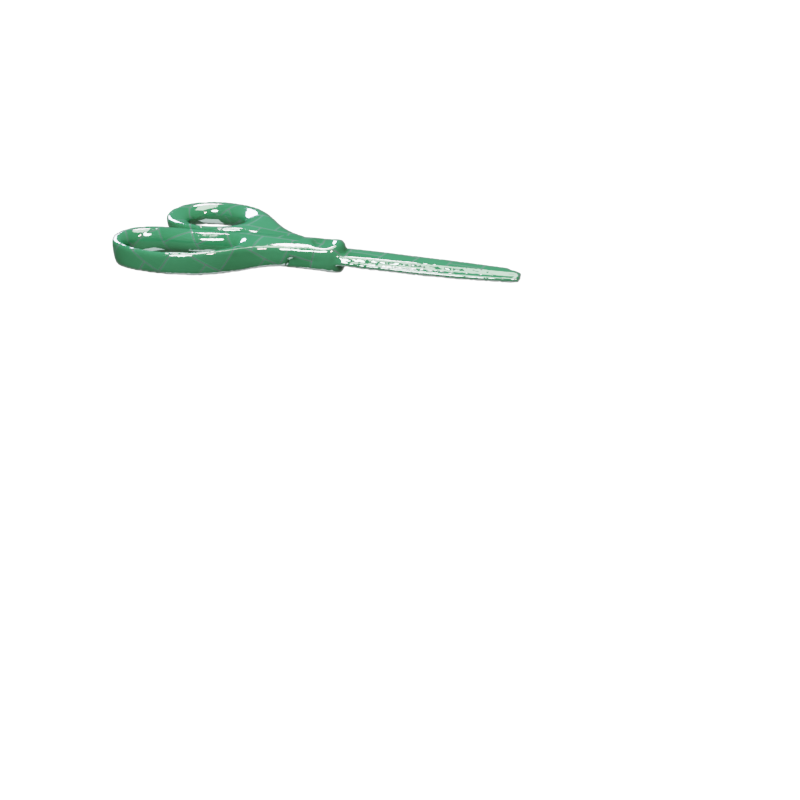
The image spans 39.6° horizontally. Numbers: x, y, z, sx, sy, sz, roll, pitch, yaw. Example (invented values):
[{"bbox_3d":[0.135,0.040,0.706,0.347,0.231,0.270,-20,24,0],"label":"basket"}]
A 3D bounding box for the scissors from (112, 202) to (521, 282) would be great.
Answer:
[{"bbox_3d":[-0.045,-0.082,0.572,0.202,0.015,0.101,1,26,3],"label":"scissors"}]
